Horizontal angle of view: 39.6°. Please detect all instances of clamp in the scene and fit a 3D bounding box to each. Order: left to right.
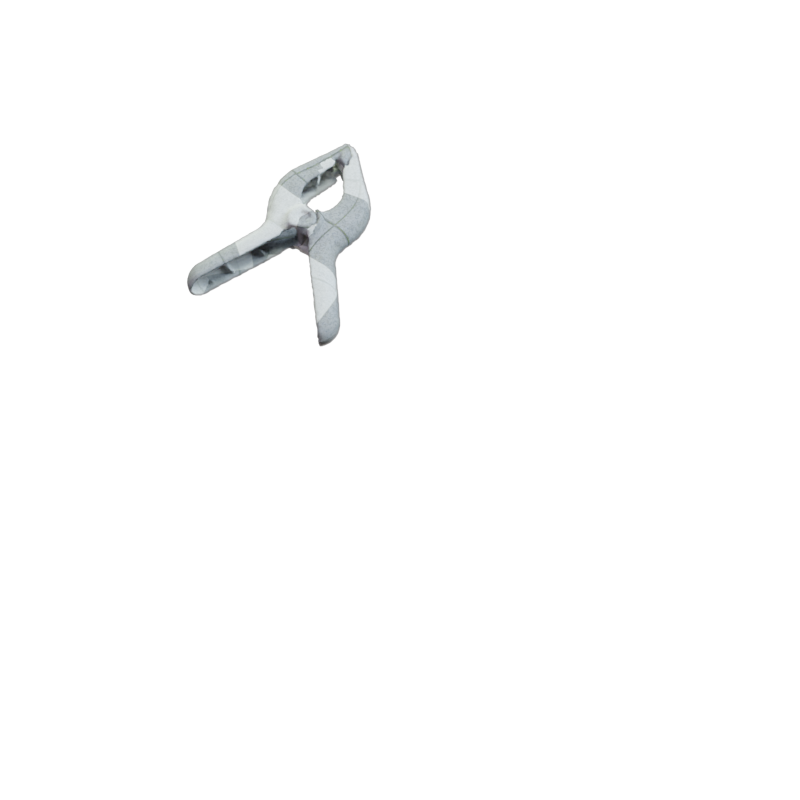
[{"bbox_3d":[-0.065,-0.119,0.834,0.125,0.175,0.037,30,-24,15],"label":"clamp"}]
